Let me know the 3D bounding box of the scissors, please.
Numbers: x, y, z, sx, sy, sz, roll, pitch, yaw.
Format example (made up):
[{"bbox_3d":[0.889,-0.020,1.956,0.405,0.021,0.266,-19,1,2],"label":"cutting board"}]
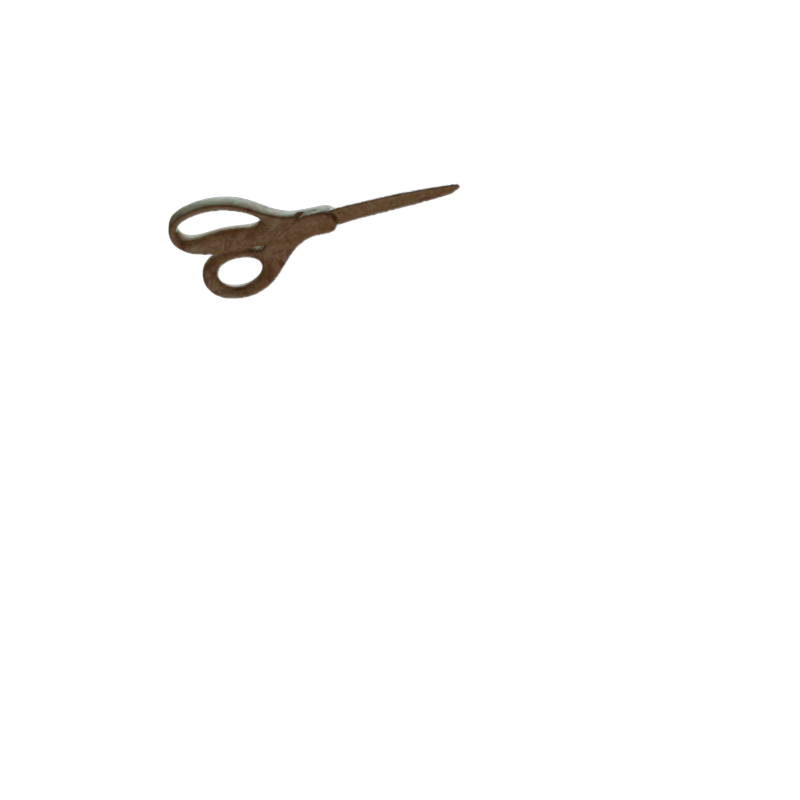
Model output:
[{"bbox_3d":[-0.061,-0.112,0.782,0.202,0.089,0.017,-1,44,1],"label":"scissors"}]
